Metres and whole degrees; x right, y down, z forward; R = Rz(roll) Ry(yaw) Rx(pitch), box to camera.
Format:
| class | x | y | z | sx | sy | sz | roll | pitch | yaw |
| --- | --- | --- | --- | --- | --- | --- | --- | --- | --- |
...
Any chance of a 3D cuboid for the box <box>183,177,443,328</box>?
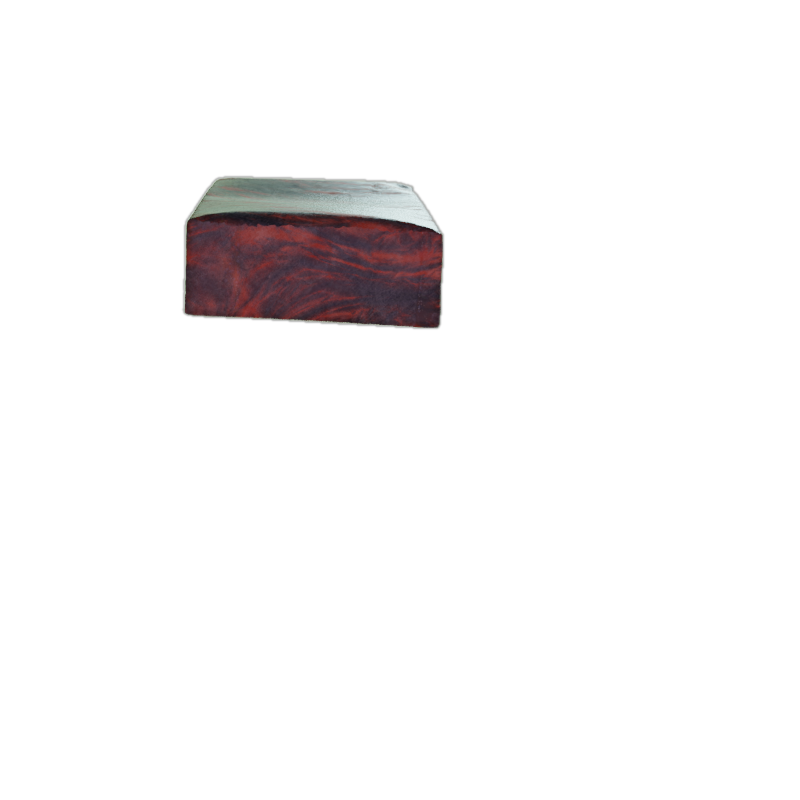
| class | x | y | z | sx | sy | sz | roll | pitch | yaw |
| --- | --- | --- | --- | --- | --- | --- | --- | --- | --- |
| box | -0.062 | -0.113 | 0.793 | 0.164 | 0.069 | 0.222 | 2 | 18 | -3 |
